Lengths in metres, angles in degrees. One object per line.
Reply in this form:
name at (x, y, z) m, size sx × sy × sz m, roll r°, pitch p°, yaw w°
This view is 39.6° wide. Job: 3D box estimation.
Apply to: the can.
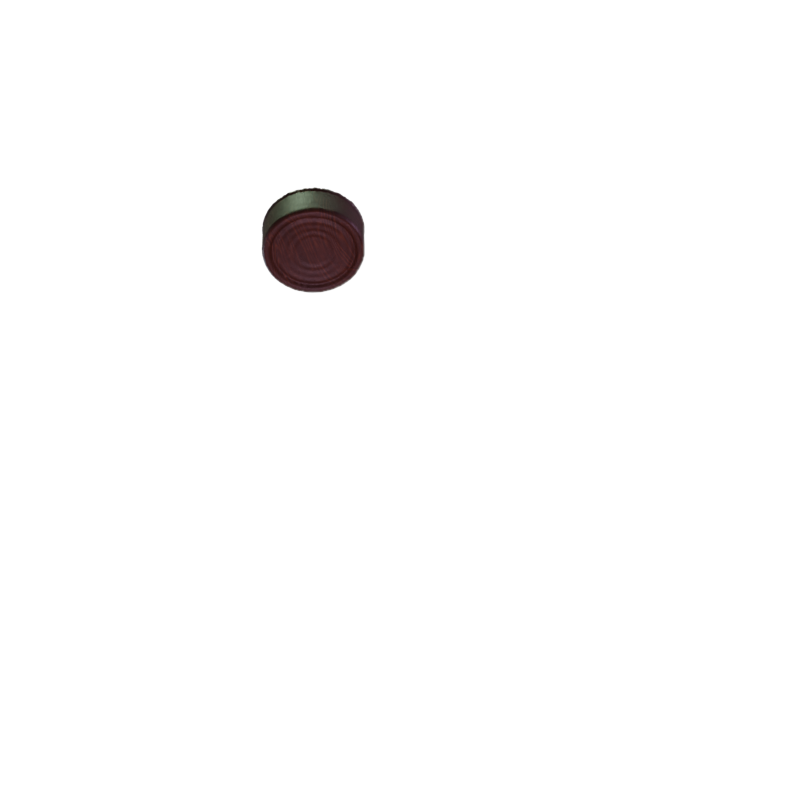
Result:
can at (-0.072, -0.131, 0.915) m, size 0.086 × 0.080 × 0.036 m, roll 1°, pitch 39°, yaw -1°
